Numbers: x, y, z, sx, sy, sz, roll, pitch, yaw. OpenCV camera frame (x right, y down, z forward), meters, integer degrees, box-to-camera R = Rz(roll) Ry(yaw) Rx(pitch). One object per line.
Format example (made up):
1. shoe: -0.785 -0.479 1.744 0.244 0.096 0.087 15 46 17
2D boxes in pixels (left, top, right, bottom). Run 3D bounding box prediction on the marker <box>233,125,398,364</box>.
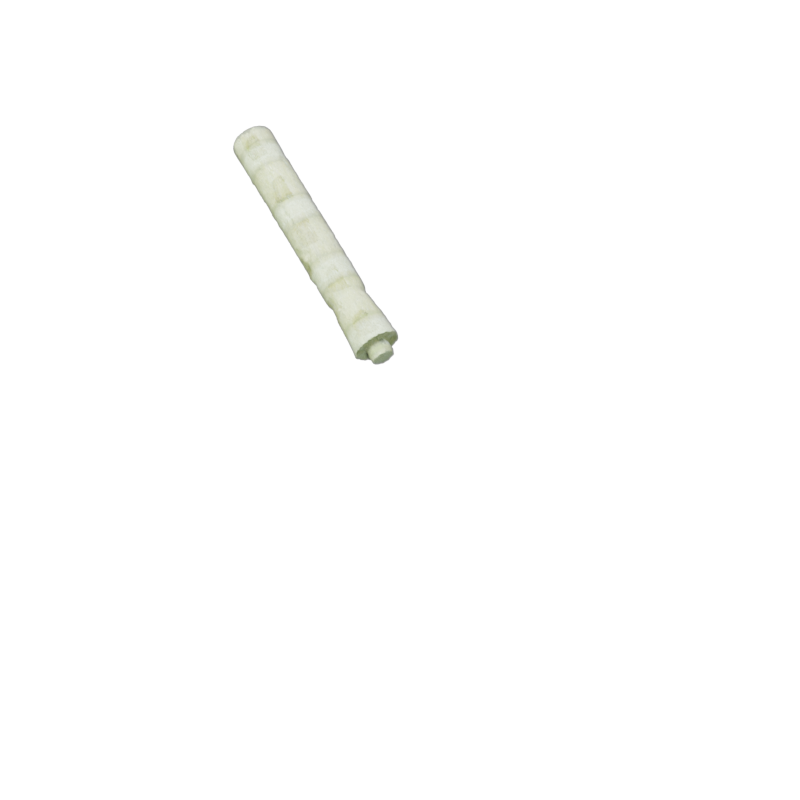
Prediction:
1. marker: -0.036 -0.065 0.455 0.020 0.130 0.018 -23 -29 -15
